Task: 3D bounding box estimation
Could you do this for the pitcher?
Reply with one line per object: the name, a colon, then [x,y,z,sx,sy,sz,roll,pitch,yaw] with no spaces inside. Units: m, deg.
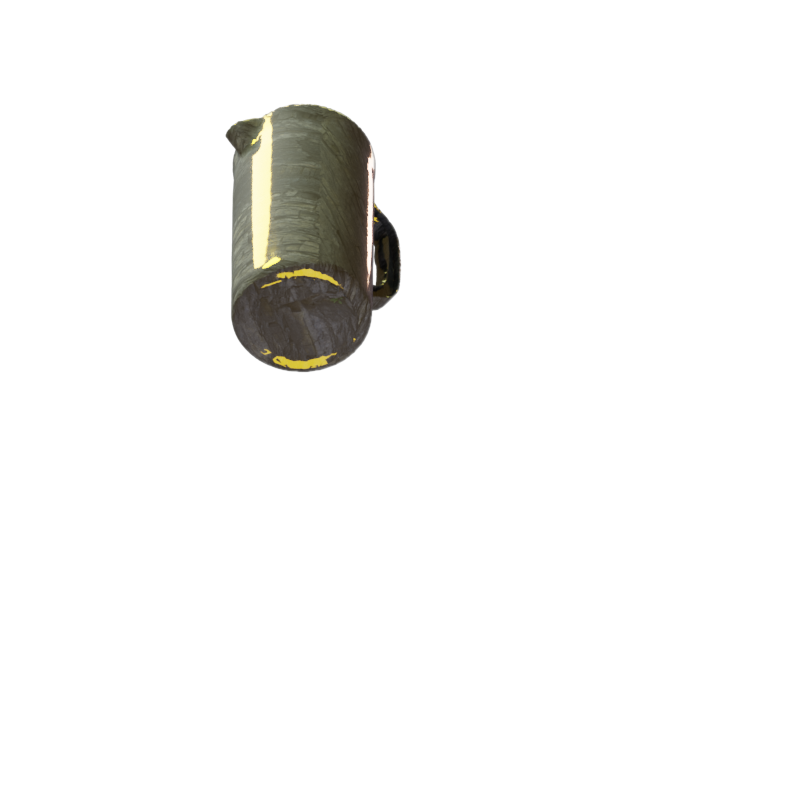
pitcher: [-0.074,-0.134,0.939,0.149,0.135,0.260,-5,39,1]
